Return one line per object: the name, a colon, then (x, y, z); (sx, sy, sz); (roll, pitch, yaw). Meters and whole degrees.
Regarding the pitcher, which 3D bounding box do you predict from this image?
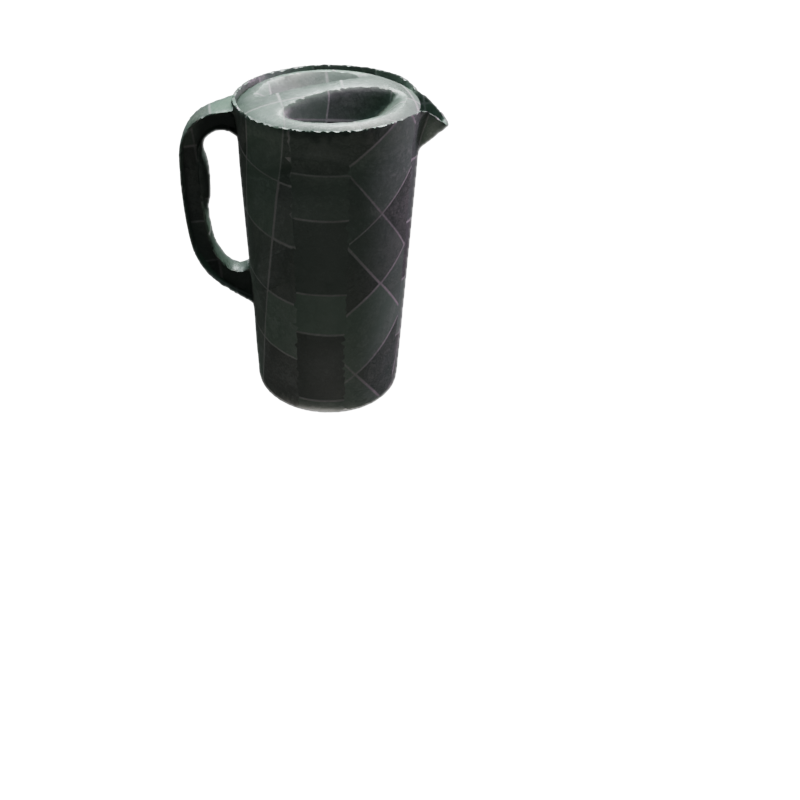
pitcher: (-0.064, -0.117, 0.819); (0.159, 0.229, 0.144); (26, 38, 35)
